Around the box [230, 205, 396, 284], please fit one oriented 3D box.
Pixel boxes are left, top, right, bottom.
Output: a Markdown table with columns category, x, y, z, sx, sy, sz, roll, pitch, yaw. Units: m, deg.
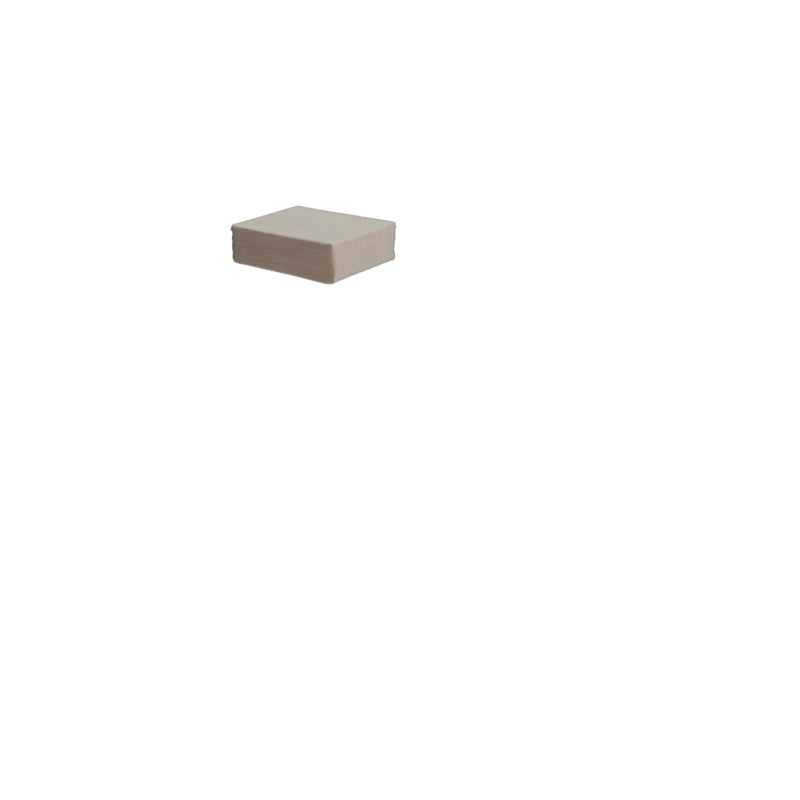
| category | x | y | z | sx | sy | sz | roll | pitch | yaw |
| --- | --- | --- | --- | --- | --- | --- | --- | --- | --- |
| box | -0.074 | -0.135 | 0.944 | 0.120 | 0.037 | 0.089 | 17 | 28 | 34 |
